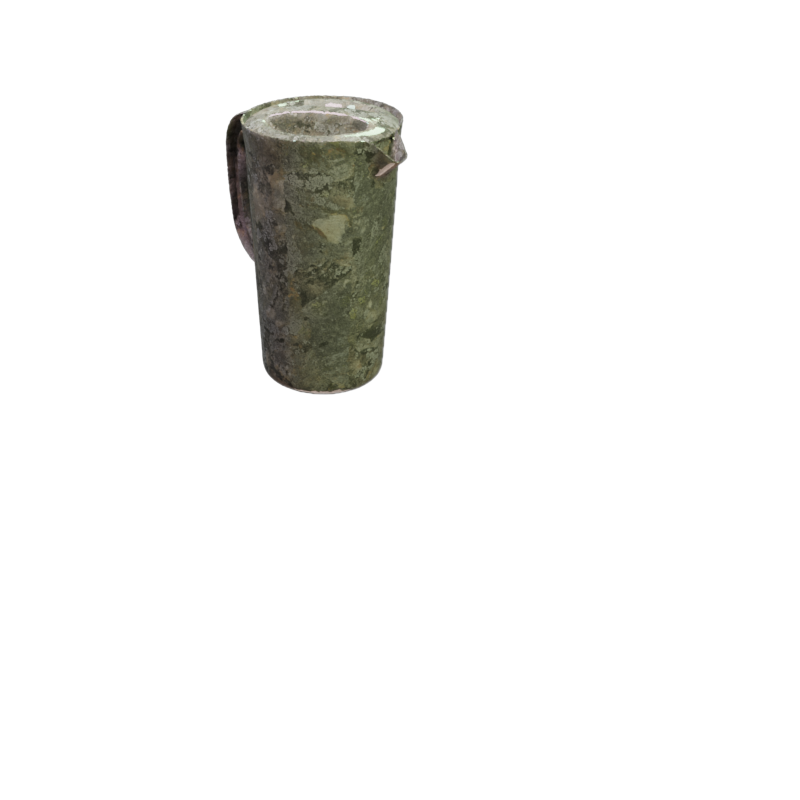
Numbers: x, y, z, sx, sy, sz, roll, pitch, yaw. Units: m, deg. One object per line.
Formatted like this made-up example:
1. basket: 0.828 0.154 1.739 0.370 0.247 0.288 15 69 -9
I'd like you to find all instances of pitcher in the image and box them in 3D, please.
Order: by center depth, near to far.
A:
1. pitcher: -0.075 -0.137 0.957 0.144 0.230 0.159 -2 26 -7
